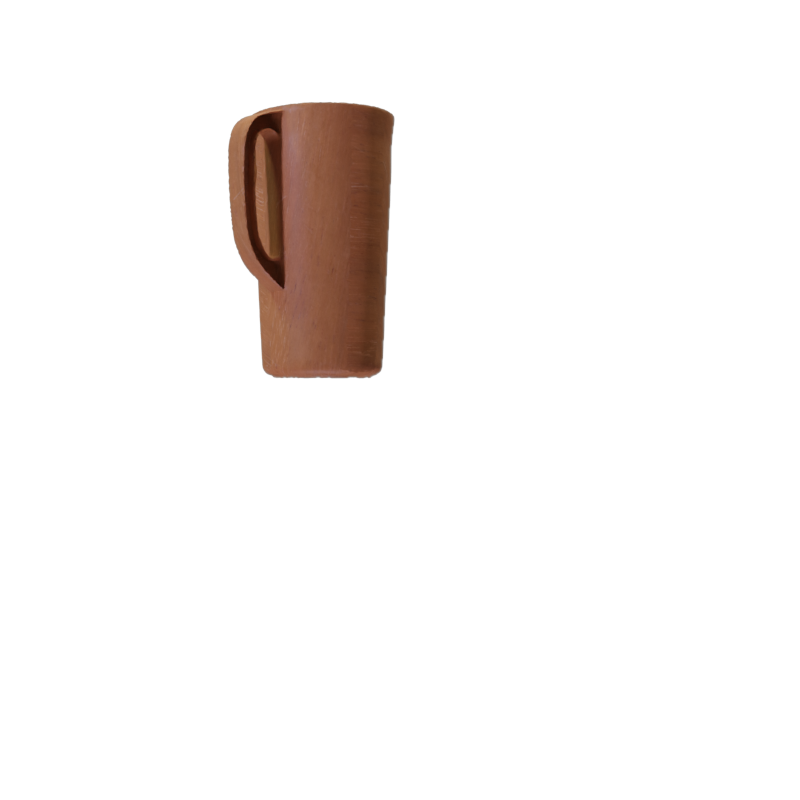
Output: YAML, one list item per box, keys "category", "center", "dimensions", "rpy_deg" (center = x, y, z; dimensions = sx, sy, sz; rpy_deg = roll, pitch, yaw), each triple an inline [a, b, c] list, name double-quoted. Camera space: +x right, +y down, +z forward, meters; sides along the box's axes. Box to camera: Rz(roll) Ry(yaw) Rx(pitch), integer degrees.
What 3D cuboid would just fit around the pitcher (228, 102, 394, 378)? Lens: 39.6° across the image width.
- category: "pitcher"
  center: [-0.078, -0.142, 0.997]
  dimensions: [0.148, 0.247, 0.143]
  rpy_deg: [0, -5, -4]
